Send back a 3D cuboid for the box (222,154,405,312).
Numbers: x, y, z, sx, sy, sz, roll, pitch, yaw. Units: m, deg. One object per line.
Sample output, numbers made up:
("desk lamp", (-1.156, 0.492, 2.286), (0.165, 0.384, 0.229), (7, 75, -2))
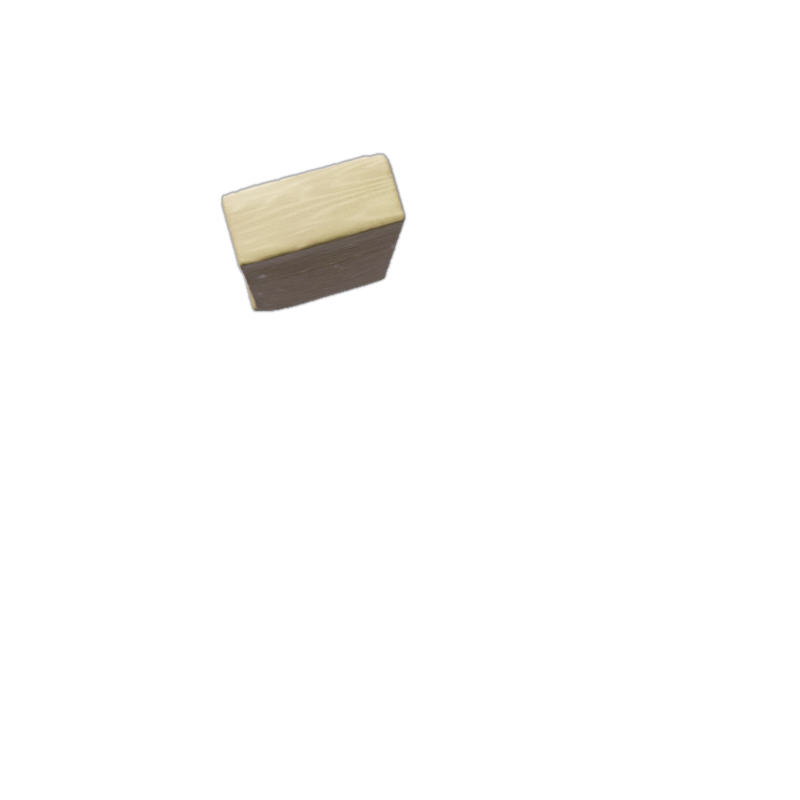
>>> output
("box", (-0.052, -0.095, 0.662), (0.093, 0.049, 0.172), (-16, -6, -6))
